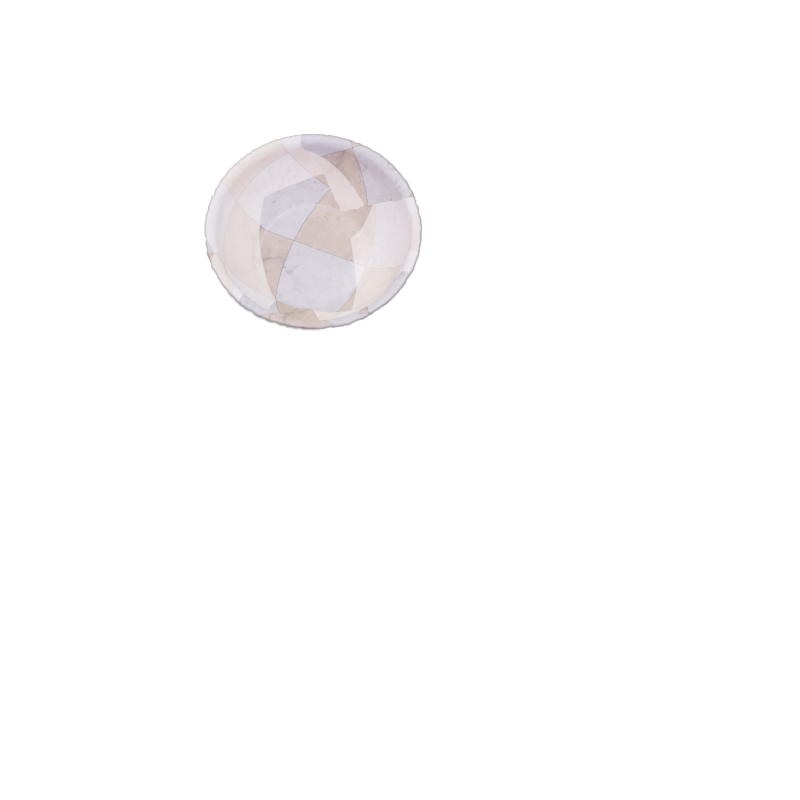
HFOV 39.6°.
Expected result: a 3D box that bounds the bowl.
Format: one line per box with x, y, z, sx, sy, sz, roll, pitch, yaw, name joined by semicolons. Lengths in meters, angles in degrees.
-0.066;-0.121;0.846;0.162;0.171;0.052;-1;-23;-1;bowl
